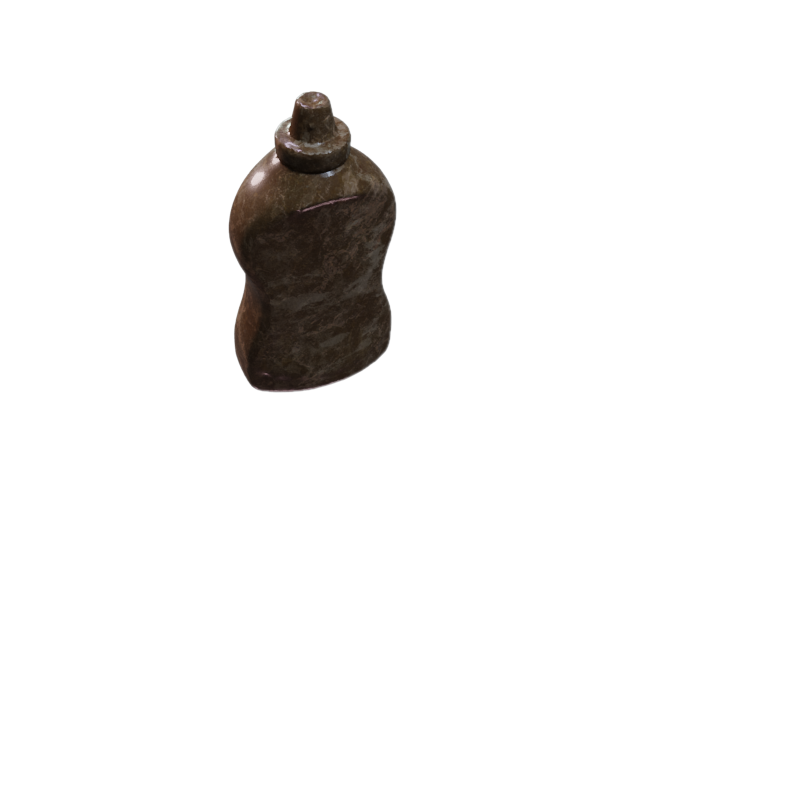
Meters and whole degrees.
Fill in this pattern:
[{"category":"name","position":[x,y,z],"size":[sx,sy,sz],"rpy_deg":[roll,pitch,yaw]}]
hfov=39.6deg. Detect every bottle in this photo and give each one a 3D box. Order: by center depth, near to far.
[{"category":"bottle","position":[-0.050,-0.091,0.636],"size":[0.095,0.179,0.063],"rpy_deg":[-14,47,-18]}]
